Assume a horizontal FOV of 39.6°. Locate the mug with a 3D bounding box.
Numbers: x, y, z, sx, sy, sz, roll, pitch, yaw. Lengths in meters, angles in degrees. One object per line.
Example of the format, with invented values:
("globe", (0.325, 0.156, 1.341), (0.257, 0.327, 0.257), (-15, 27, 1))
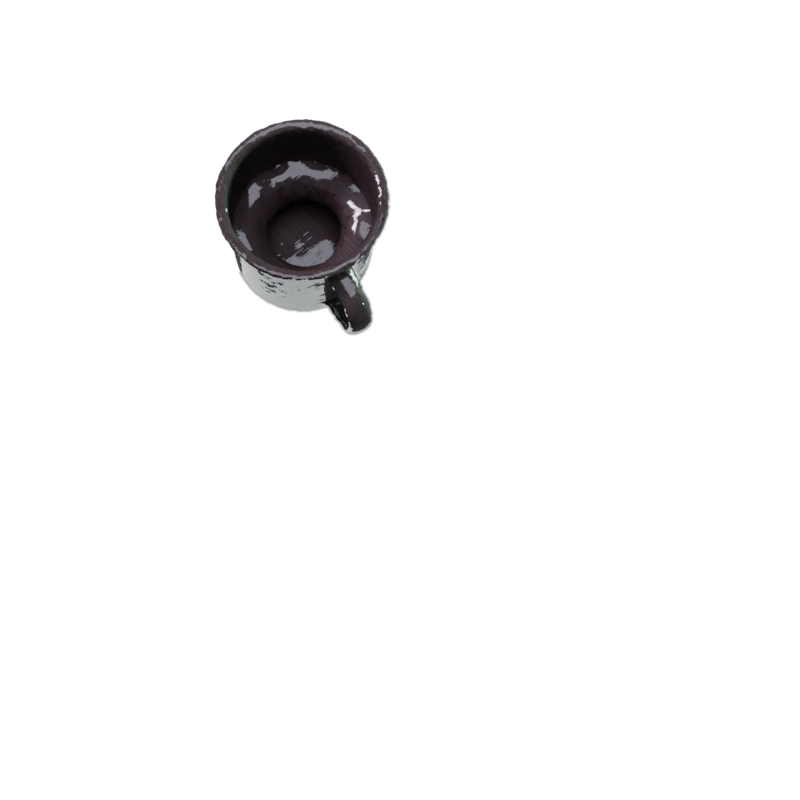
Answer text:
("mug", (-0.049, -0.089, 0.622), (0.093, 0.122, 0.078), (-30, -15, -10))
